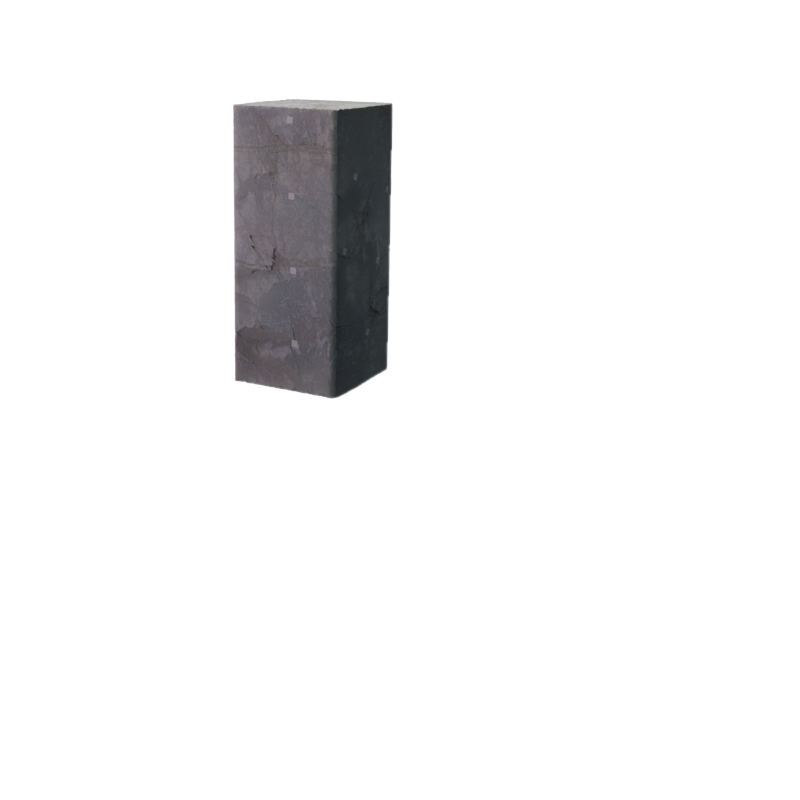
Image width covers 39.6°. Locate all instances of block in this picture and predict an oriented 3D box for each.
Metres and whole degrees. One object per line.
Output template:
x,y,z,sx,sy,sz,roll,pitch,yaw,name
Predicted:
-0.064,-0.118,0.829,0.094,0.201,0.089,7,13,27,block
